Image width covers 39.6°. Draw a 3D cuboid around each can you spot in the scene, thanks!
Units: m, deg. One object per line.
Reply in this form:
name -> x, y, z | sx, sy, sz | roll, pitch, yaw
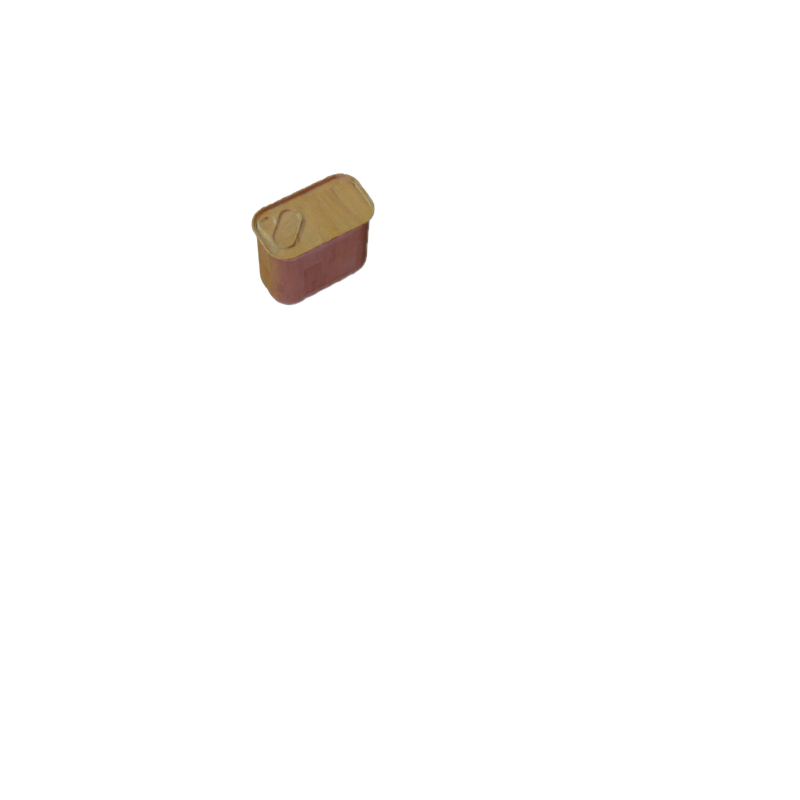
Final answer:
can -> -0.075, -0.137, 0.959 | 0.102, 0.061, 0.079 | -28, -23, -16
